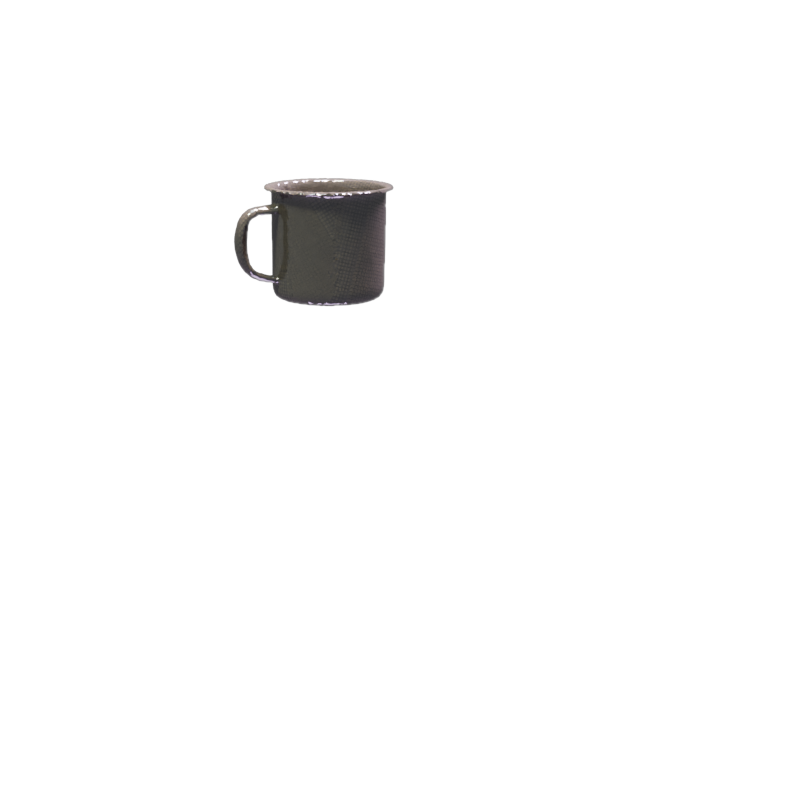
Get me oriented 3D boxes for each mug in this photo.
[{"bbox_3d":[-0.062,-0.114,0.798,0.114,0.079,0.098,-7,16,-25],"label":"mug"}]
